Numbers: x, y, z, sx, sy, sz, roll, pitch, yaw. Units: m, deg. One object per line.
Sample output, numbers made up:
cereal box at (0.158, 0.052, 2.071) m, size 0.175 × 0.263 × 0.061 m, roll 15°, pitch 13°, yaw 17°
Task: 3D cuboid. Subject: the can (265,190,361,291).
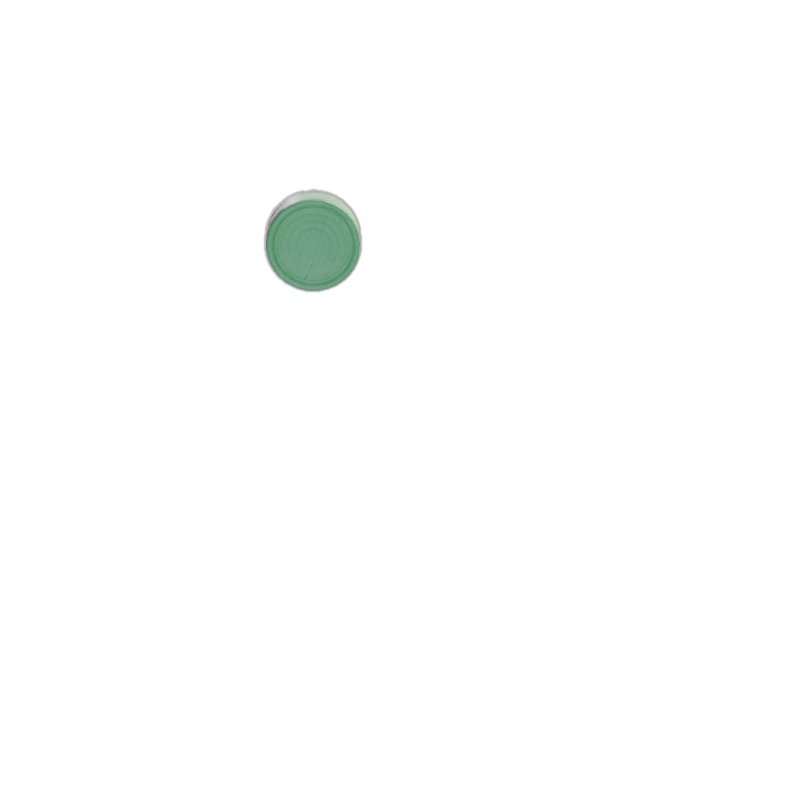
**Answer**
can at (-0.077, -0.140, 0.982) m, size 0.086 × 0.083 × 0.035 m, roll 0°, pitch 16°, yaw -1°
